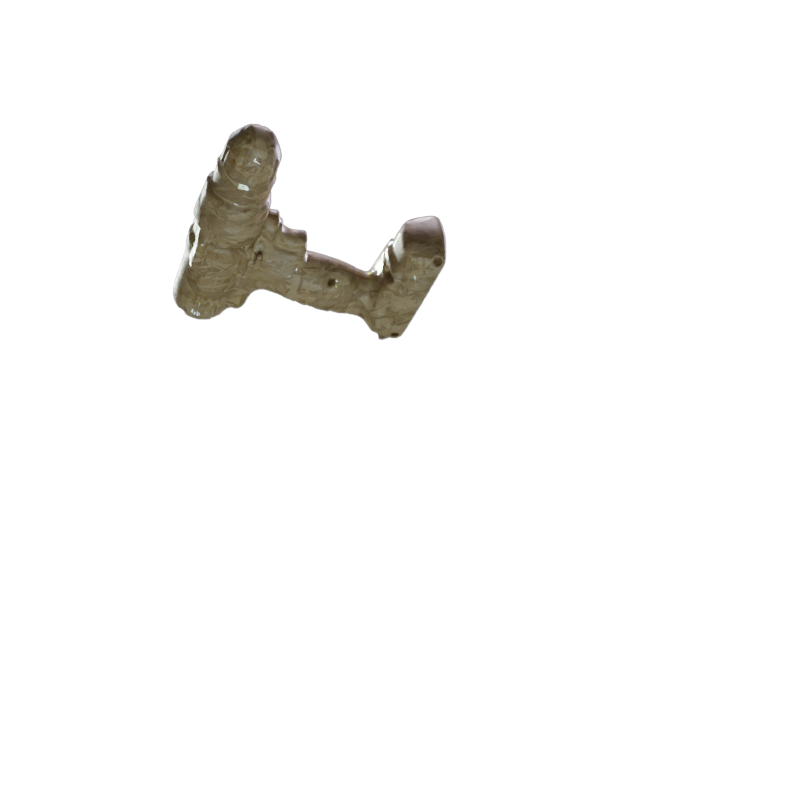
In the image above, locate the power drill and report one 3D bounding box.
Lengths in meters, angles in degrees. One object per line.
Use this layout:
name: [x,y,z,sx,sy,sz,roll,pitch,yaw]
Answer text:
power drill: [-0.065,-0.119,0.832,0.183,0.062,0.176,13,-41,-15]
